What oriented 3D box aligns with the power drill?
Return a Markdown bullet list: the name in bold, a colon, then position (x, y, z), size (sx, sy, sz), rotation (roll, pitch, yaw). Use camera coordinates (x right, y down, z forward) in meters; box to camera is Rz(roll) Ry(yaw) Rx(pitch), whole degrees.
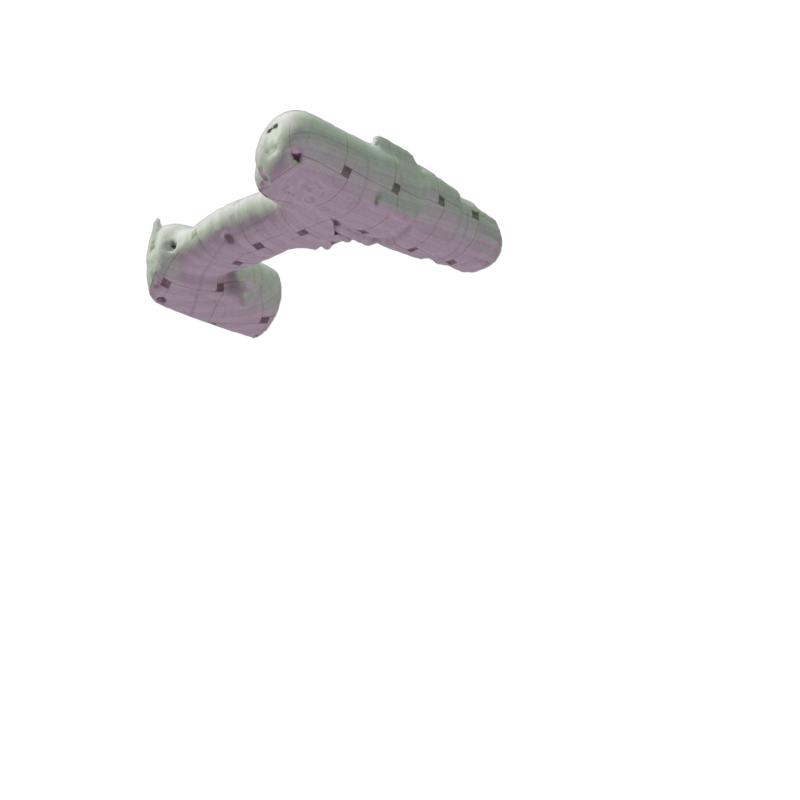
- **power drill**: position (-0.054, -0.099, 0.696), size (0.173, 0.061, 0.188), rotation (24, -35, -39)
